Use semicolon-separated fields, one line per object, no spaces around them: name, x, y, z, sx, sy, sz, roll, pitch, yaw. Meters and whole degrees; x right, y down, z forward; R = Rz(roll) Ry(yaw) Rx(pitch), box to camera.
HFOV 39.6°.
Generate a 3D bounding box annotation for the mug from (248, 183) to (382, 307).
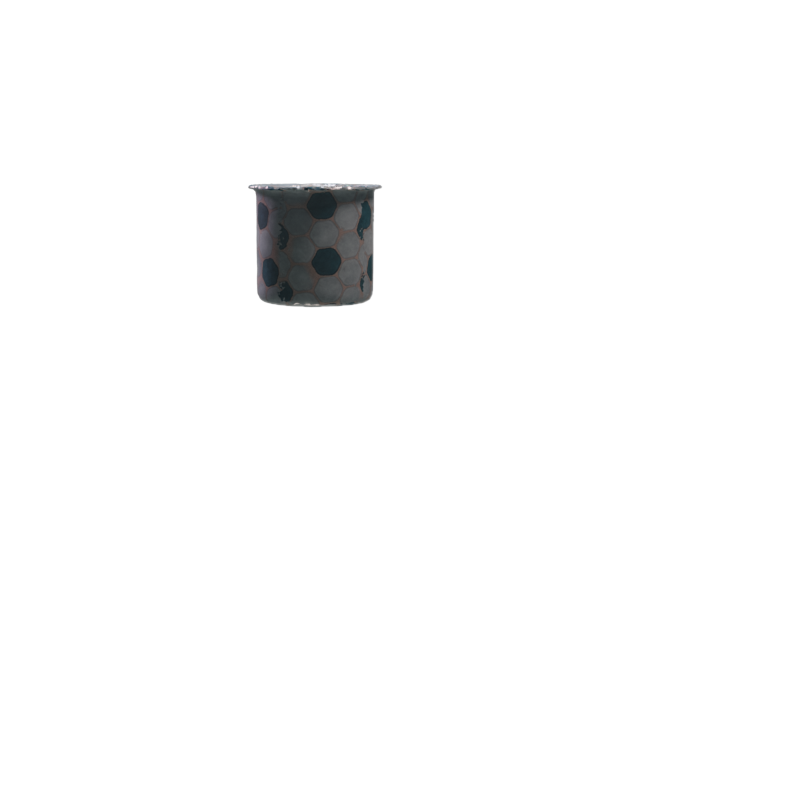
mug;-0.062;-0.112;0.787;0.092;0.080;0.121;-1;10;-9
